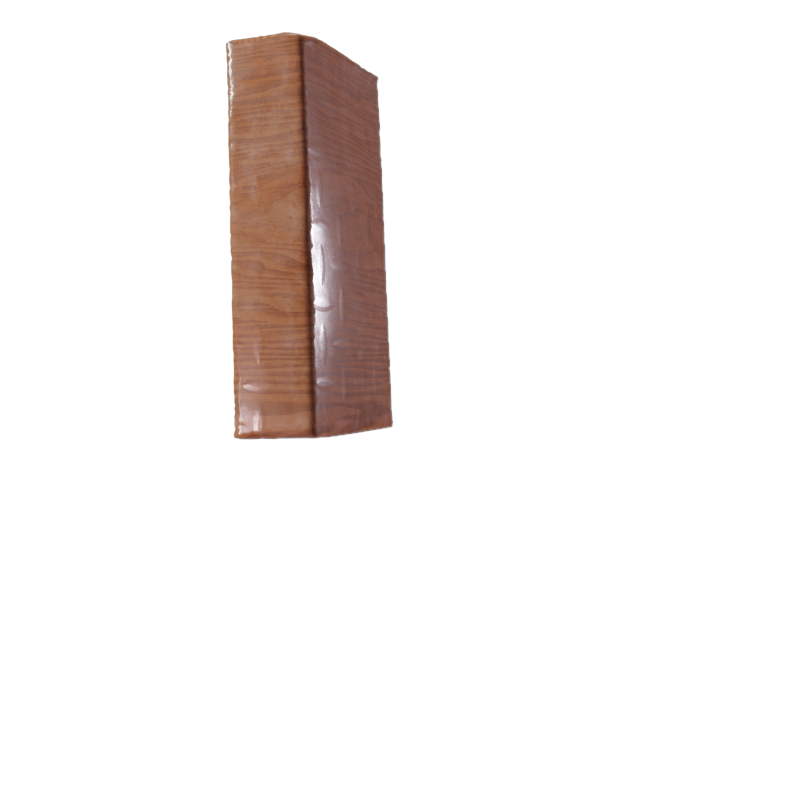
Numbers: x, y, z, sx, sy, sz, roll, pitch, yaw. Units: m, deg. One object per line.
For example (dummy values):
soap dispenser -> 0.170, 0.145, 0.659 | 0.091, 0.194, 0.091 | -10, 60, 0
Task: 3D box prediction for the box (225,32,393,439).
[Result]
box -> -0.040, -0.074, 0.515 | 0.049, 0.178, 0.090 | -2, -4, 22
